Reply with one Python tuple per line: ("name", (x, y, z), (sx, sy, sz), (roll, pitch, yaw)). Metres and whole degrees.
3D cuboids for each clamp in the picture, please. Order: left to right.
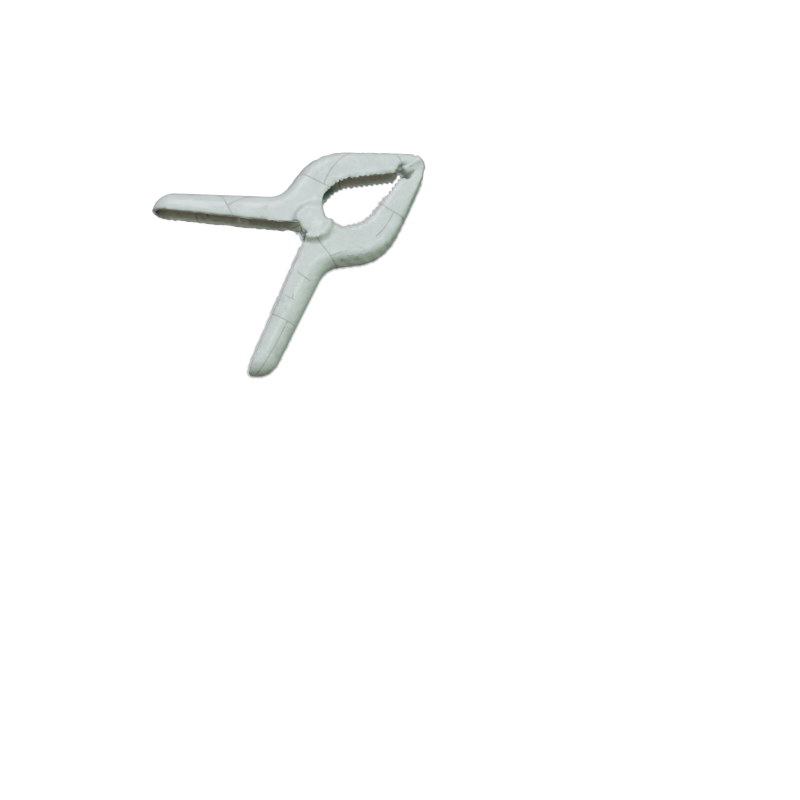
("clamp", (-0.067, -0.123, 0.862), (0.209, 0.172, 0.035), (-24, -16, -8))
